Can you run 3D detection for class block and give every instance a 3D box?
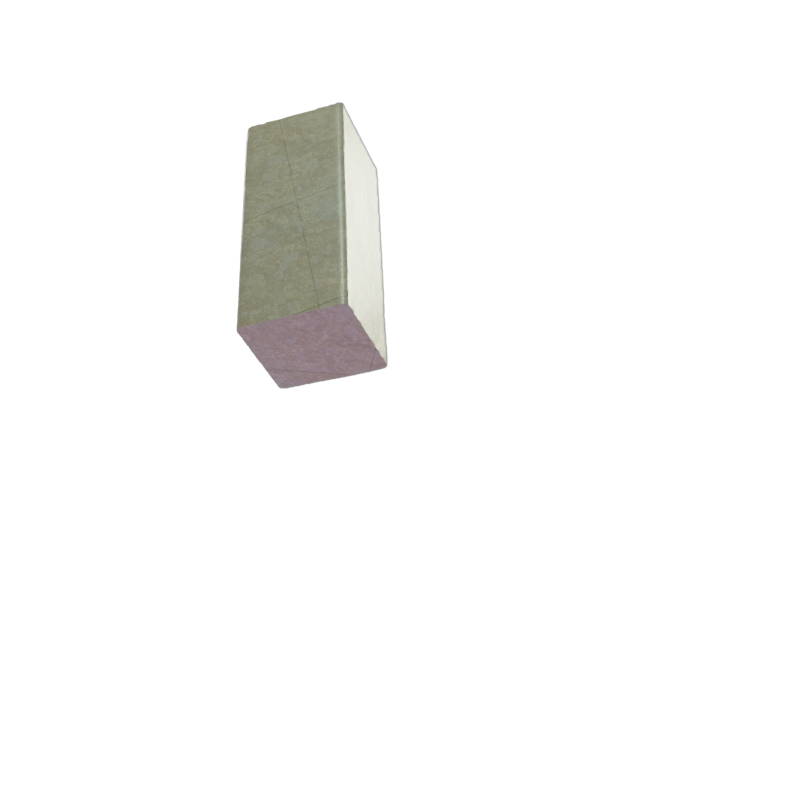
[{"bbox_3d":[-0.070,-0.126,0.882,0.091,0.221,0.084,-13,-38,14],"label":"block"}]
